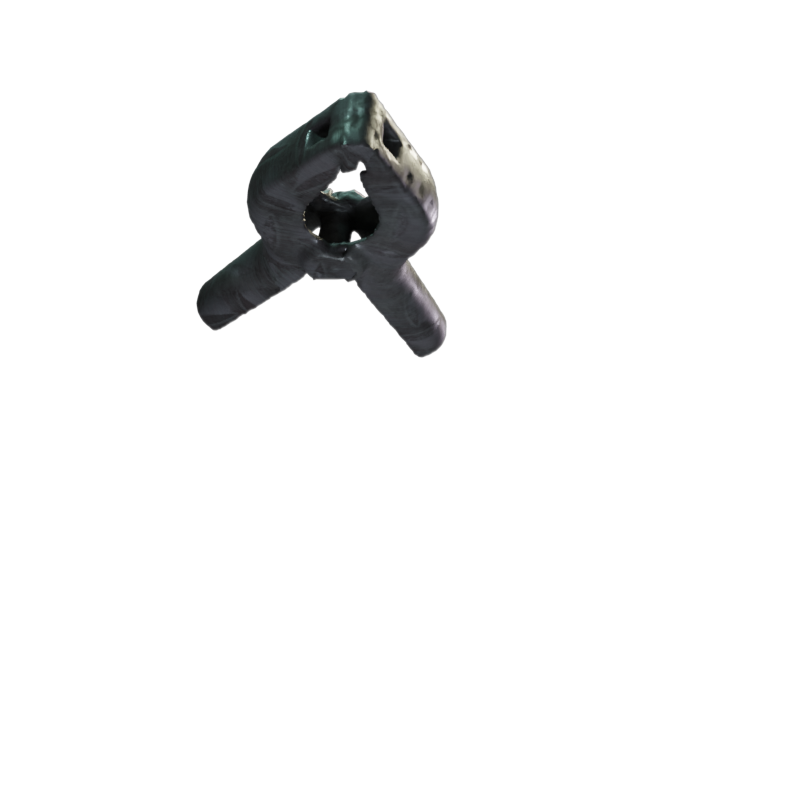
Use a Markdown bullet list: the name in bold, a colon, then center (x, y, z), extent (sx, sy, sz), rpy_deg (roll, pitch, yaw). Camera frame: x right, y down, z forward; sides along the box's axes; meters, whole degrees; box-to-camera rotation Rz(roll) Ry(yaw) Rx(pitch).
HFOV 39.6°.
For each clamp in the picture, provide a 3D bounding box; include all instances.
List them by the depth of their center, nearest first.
- **clamp**: center (-0.038, -0.069, 0.483), extent (0.120, 0.042, 0.160), rpy_deg (-1, -31, 1)
